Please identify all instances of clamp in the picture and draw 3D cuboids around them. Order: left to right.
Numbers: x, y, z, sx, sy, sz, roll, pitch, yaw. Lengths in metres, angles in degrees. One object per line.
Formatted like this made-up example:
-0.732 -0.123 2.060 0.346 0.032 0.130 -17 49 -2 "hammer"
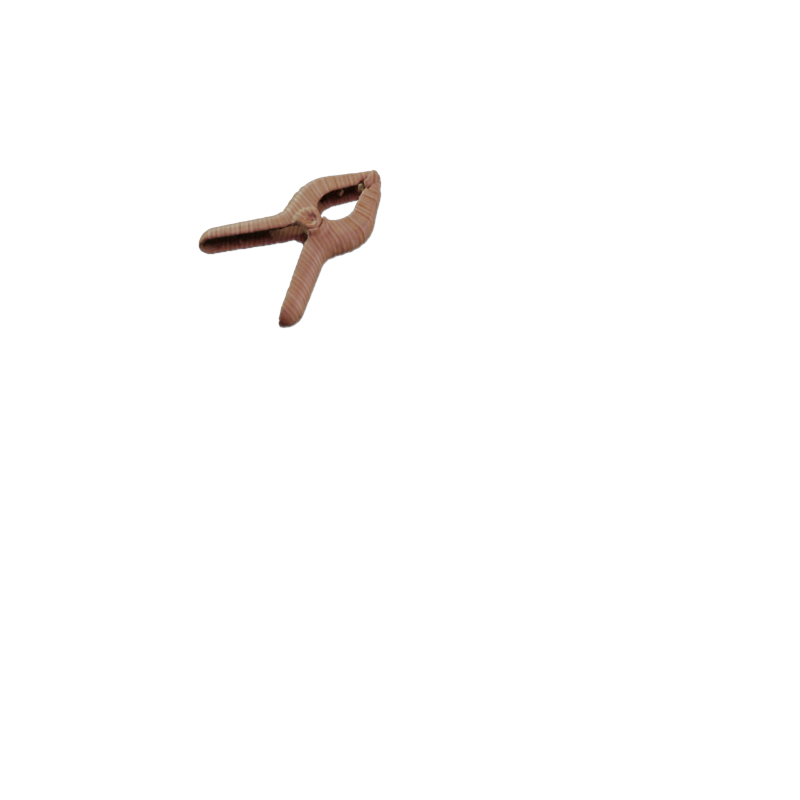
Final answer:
-0.076 -0.138 0.965 0.172 0.127 0.037 -32 -23 -15 "clamp"
